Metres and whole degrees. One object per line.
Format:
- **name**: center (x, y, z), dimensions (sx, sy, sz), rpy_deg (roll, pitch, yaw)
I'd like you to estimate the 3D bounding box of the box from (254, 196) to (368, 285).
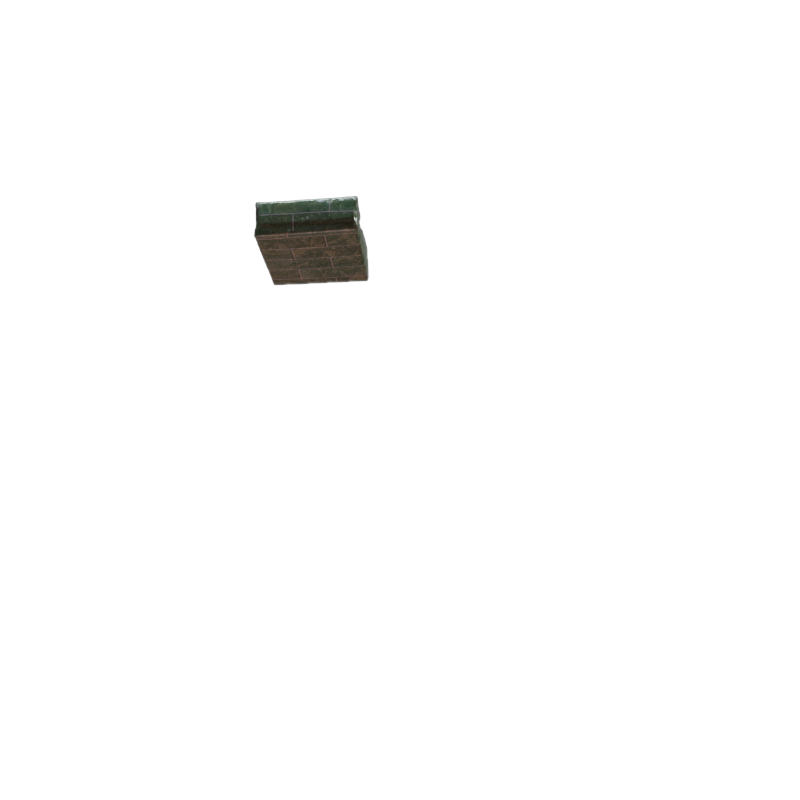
- **box**: center (-0.063, -0.115, 0.806), dimensions (0.074, 0.032, 0.084), rpy_deg (-2, -21, 5)
